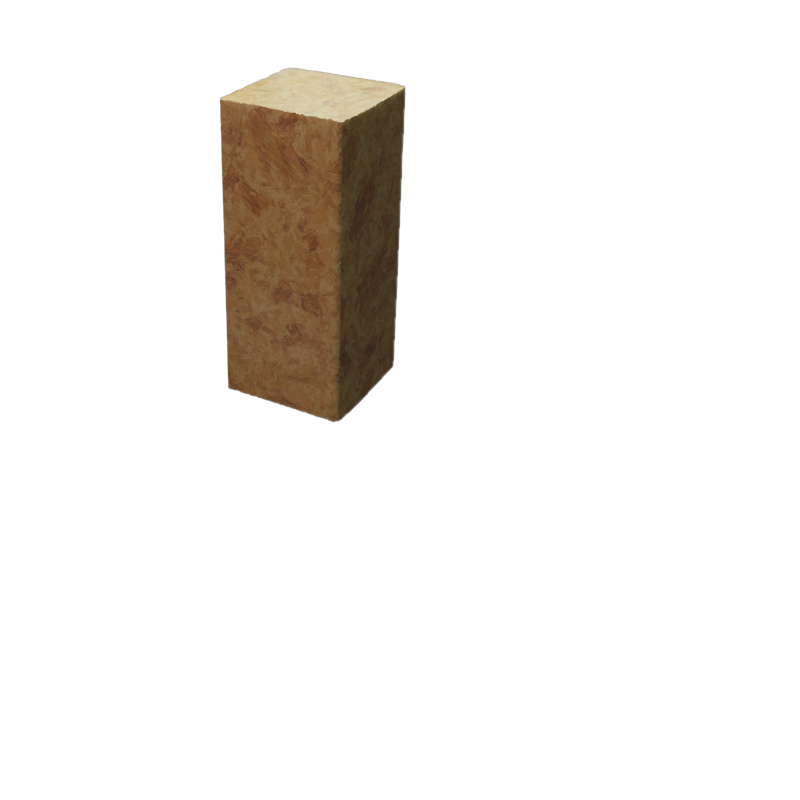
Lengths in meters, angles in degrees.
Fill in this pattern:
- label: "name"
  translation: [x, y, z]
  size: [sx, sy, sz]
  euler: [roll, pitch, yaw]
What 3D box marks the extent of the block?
- label: "block"
  translation: [-0.057, -0.105, 0.735]
  size: [0.095, 0.195, 0.091]
  euler: [14, 29, 24]
